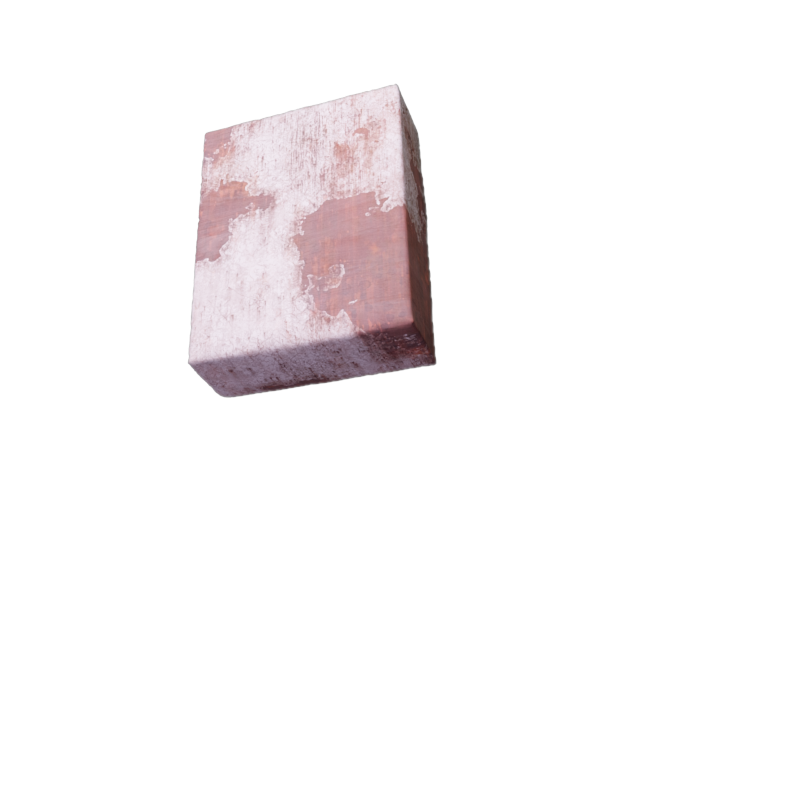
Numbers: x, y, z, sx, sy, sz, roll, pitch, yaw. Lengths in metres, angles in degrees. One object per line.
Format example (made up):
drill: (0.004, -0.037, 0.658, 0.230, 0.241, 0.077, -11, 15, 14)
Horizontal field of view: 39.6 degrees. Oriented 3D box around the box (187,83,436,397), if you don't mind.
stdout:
box: (-0.065, -0.118, 0.825, 0.166, 0.228, 0.066, -11, -34, 15)
